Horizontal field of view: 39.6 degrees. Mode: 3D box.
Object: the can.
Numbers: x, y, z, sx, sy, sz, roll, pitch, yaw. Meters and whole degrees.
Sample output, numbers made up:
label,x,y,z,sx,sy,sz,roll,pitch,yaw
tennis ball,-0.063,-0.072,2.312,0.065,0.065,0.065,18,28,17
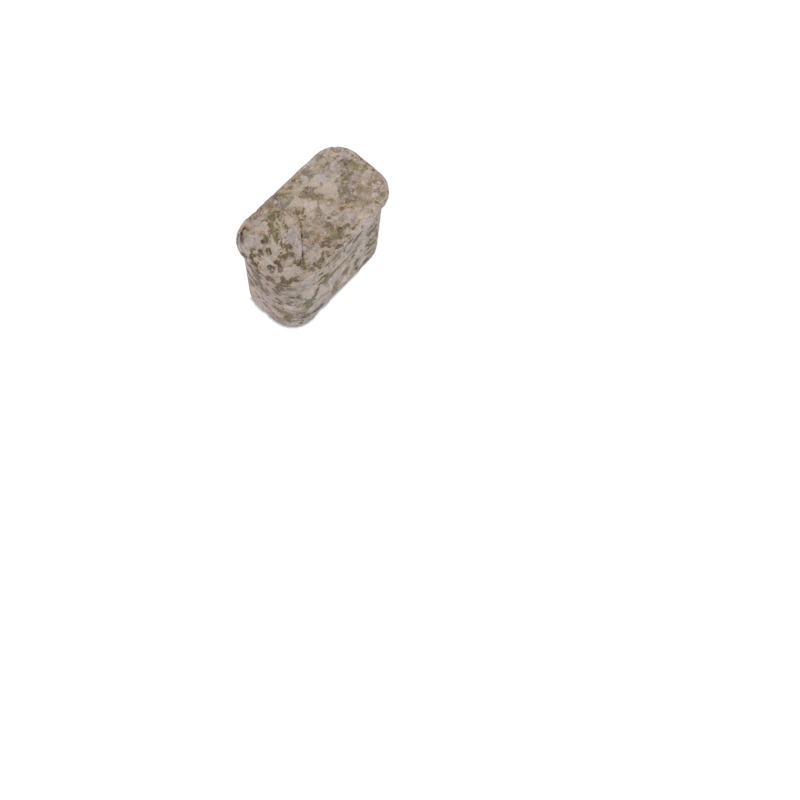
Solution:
label,x,y,z,sx,sy,sz,roll,pitch,yaw
can,-0.057,-0.104,0.732,0.060,0.103,0.080,40,-17,11
